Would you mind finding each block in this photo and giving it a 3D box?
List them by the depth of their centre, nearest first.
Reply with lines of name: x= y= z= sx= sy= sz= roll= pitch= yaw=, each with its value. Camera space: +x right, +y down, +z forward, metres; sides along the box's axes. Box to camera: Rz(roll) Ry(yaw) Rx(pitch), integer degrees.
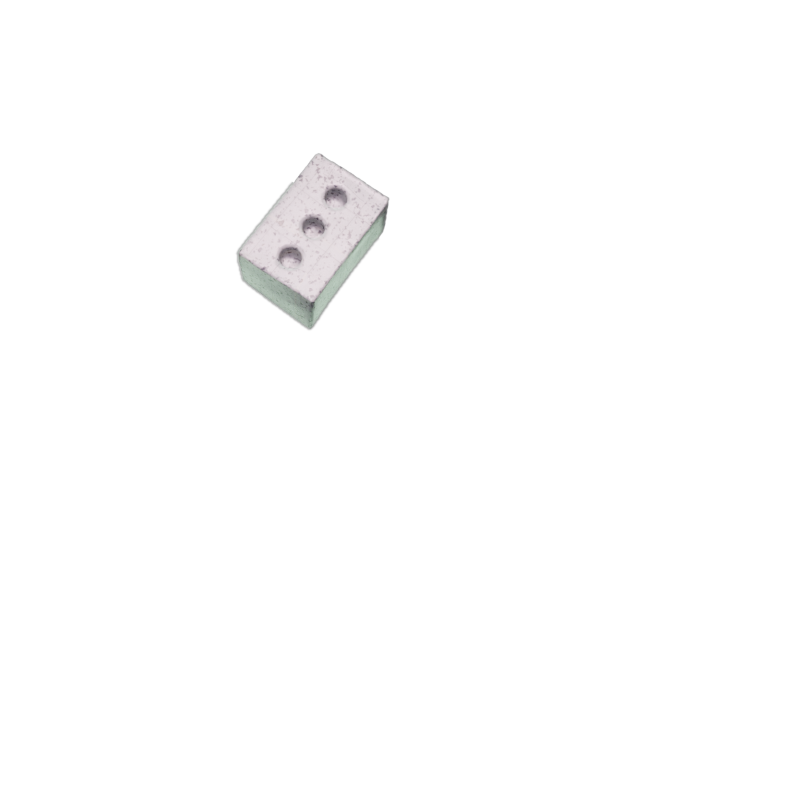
block: x=-0.050 y=-0.091 z=0.641 sx=0.054 sy=0.079 sz=0.049 roll=33 pitch=-15 yaw=7
